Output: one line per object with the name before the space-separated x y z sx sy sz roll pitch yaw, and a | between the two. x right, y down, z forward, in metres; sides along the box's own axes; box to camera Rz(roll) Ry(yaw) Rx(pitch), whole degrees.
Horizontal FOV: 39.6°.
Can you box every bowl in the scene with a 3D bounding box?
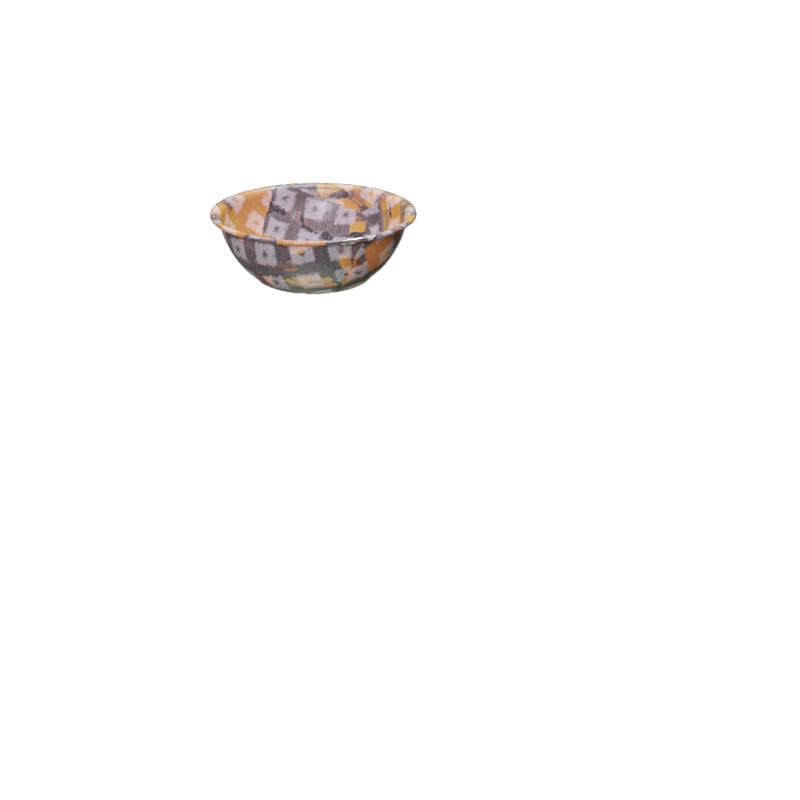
bowl | -0.068 -0.125 0.873 0.162 0.052 0.170 -1 25 -2
